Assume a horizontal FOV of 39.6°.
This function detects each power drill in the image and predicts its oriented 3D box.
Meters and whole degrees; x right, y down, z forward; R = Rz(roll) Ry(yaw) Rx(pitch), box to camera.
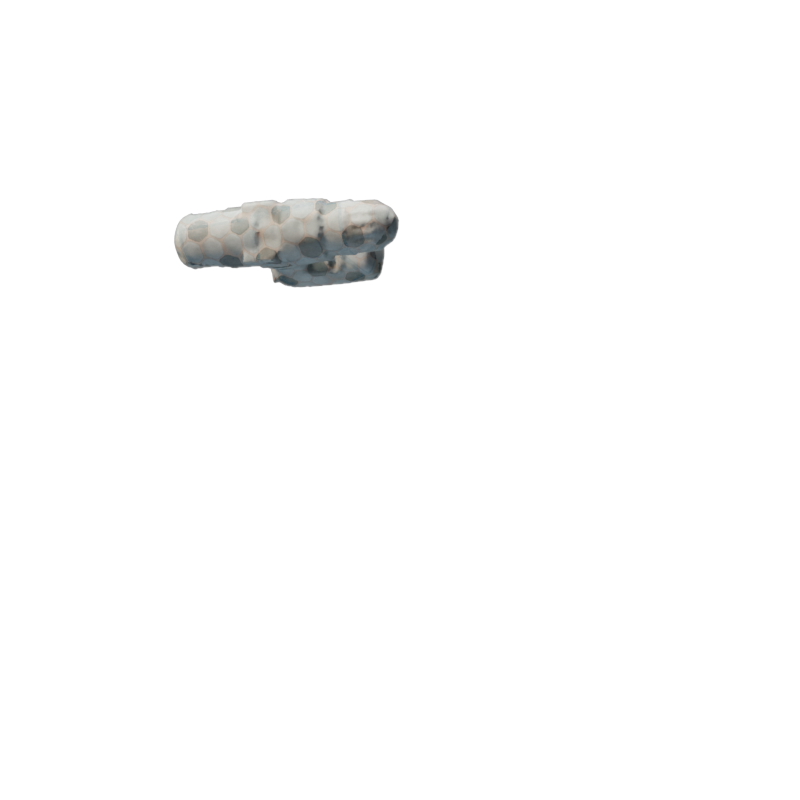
[{"bbox_3d":[-0.073,-0.134,0.939,0.188,0.058,0.181,0,-1,17],"label":"power drill"}]
